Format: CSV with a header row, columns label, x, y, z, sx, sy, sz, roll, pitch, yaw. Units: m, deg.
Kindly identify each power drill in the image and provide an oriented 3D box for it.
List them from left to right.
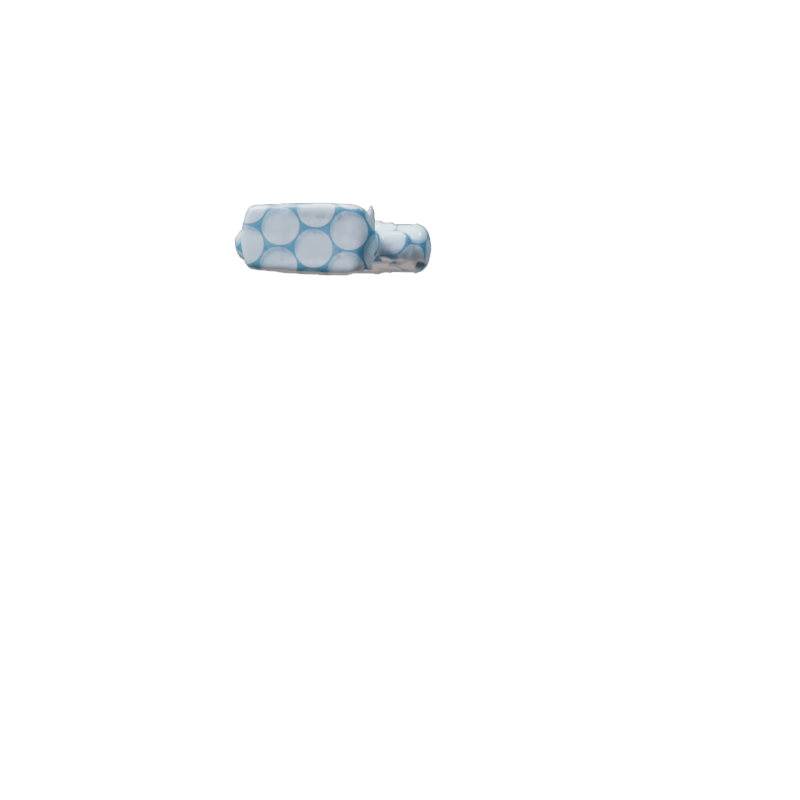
label,x,y,z,sx,sy,sz,roll,pitch,yaw
power drill,-0.075,-0.137,0.960,0.188,0.057,0.186,1,6,12
